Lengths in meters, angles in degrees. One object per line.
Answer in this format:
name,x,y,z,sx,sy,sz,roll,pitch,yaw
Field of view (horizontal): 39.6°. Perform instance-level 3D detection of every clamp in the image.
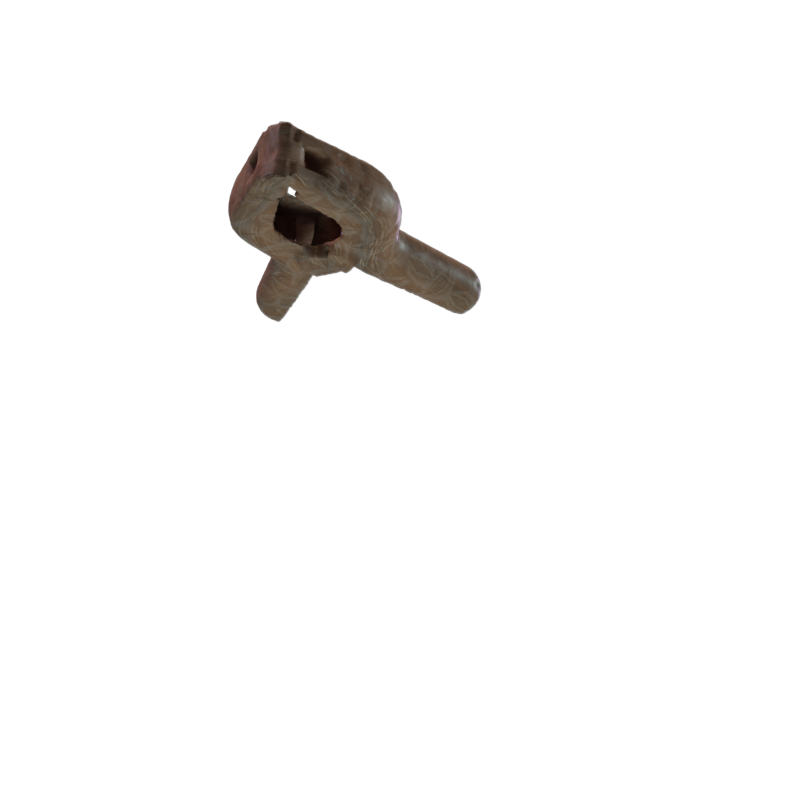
clamp,-0.042,-0.077,0.536,0.122,0.042,0.159,-10,-26,21
